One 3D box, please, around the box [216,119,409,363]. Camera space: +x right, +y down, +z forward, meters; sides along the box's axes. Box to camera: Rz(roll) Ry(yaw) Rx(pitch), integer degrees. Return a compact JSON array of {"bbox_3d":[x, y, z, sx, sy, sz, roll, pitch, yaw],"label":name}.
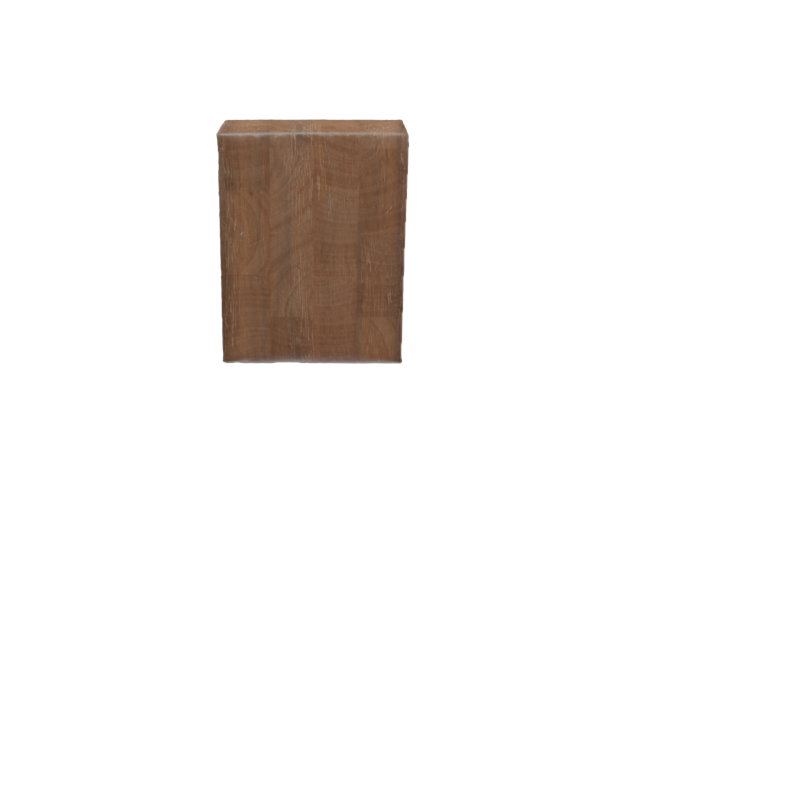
[{"bbox_3d":[-0.078,-0.142,0.991,0.164,0.205,0.075,1,19,-1],"label":"box"}]
